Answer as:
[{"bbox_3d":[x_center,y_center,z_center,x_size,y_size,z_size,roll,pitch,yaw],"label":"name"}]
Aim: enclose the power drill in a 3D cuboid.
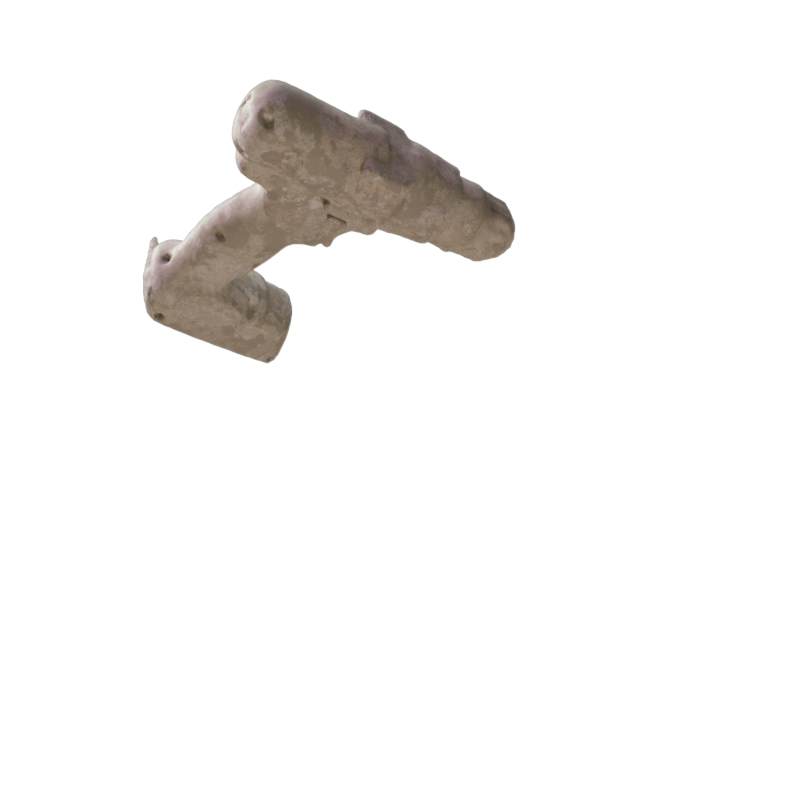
[{"bbox_3d":[-0.051,-0.094,0.657,0.175,0.062,0.185,25,-44,-29],"label":"power drill"}]
